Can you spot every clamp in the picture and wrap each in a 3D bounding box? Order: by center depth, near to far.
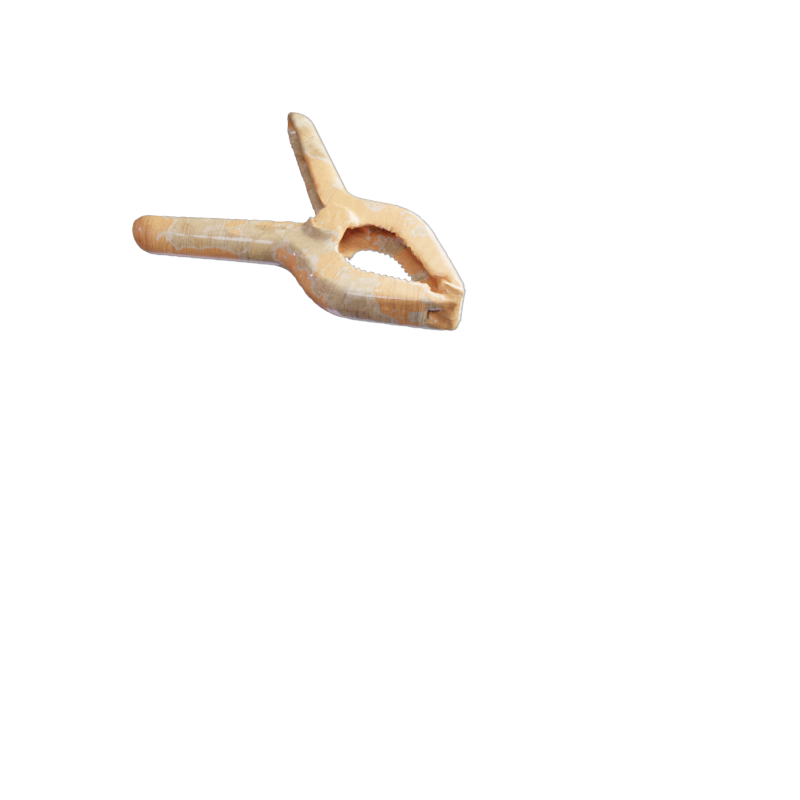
[{"bbox_3d":[-0.055,-0.101,0.706,0.166,0.034,0.224,-36,57,-28],"label":"clamp"}]
